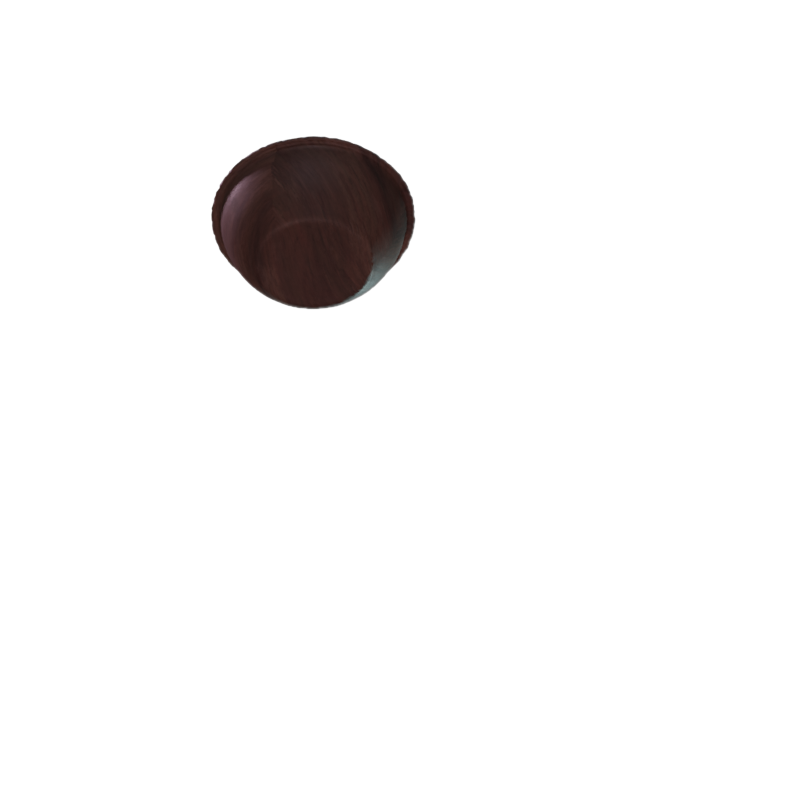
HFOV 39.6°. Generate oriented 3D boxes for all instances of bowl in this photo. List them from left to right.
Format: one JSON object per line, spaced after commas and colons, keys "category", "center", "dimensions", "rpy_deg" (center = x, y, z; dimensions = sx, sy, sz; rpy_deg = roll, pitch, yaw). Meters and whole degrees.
{"category": "bowl", "center": [-0.067, -0.123, 0.859], "dimensions": [0.162, 0.151, 0.059], "rpy_deg": [1, 43, -1]}
